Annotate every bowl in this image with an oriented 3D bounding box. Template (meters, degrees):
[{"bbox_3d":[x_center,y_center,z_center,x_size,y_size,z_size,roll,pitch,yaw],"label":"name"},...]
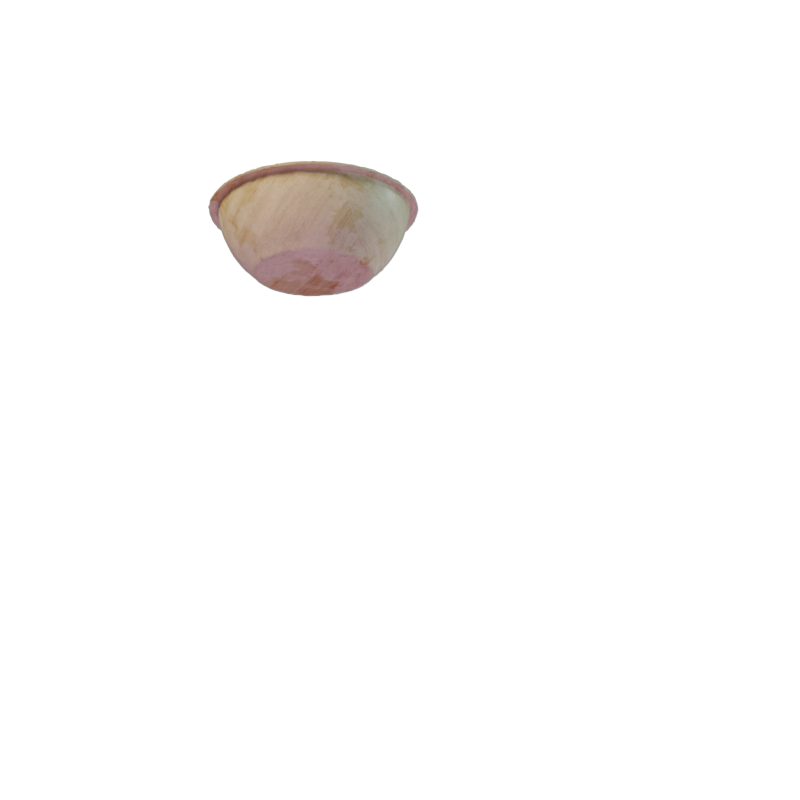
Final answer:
[{"bbox_3d":[-0.066,-0.121,0.847,0.162,0.058,0.155,0,-18,-2],"label":"bowl"}]
